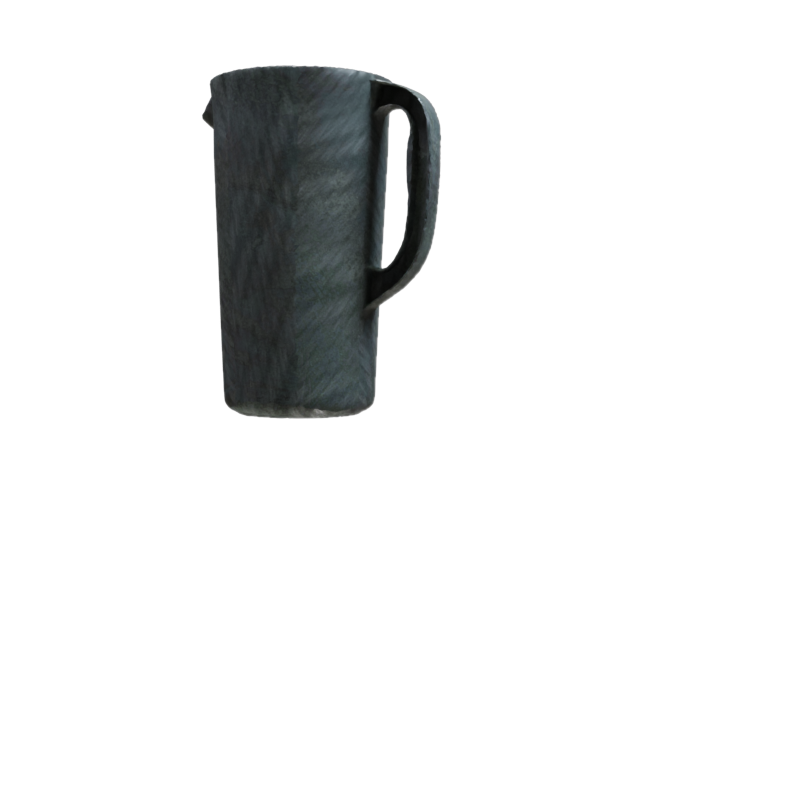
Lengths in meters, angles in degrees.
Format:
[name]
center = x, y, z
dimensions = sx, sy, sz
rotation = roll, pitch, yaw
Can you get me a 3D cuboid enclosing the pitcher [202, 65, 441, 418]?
[pitcher]
center = -0.062, -0.113, 0.790
dimensions = 0.141, 0.244, 0.152
rotation = 0, -1, -19
